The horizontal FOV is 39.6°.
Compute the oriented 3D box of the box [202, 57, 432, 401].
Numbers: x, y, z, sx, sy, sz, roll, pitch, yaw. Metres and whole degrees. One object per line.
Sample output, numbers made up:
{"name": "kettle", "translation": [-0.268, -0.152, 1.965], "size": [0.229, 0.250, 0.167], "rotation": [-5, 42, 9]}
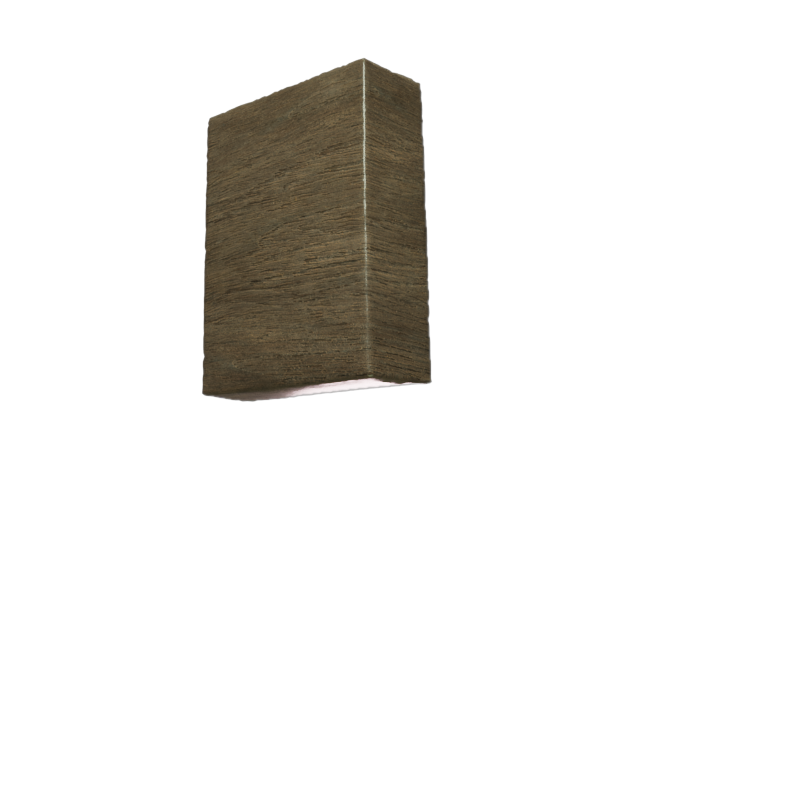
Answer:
{"name": "box", "translation": [-0.061, -0.112, 0.785], "size": [0.168, 0.221, 0.068], "rotation": [-11, -16, 41]}
